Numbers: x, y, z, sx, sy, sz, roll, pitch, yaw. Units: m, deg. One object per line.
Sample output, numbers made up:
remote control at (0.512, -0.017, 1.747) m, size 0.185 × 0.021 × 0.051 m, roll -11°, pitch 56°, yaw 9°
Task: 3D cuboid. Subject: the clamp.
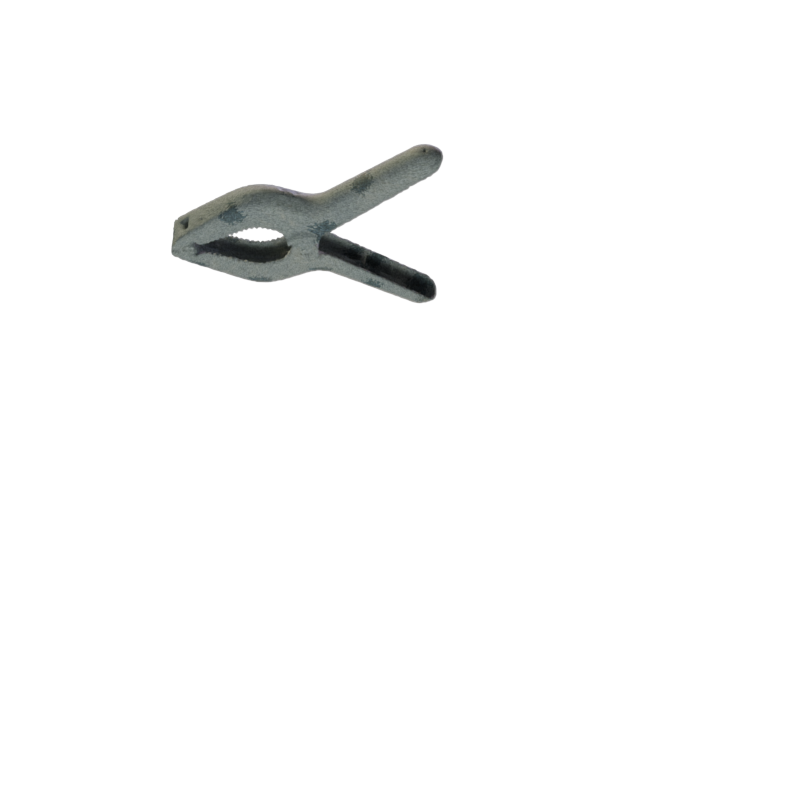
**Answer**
clamp at (-0.066, -0.120, 0.843) m, size 0.211 × 0.039 × 0.152 m, roll -5°, pitch -37°, yaw 7°
